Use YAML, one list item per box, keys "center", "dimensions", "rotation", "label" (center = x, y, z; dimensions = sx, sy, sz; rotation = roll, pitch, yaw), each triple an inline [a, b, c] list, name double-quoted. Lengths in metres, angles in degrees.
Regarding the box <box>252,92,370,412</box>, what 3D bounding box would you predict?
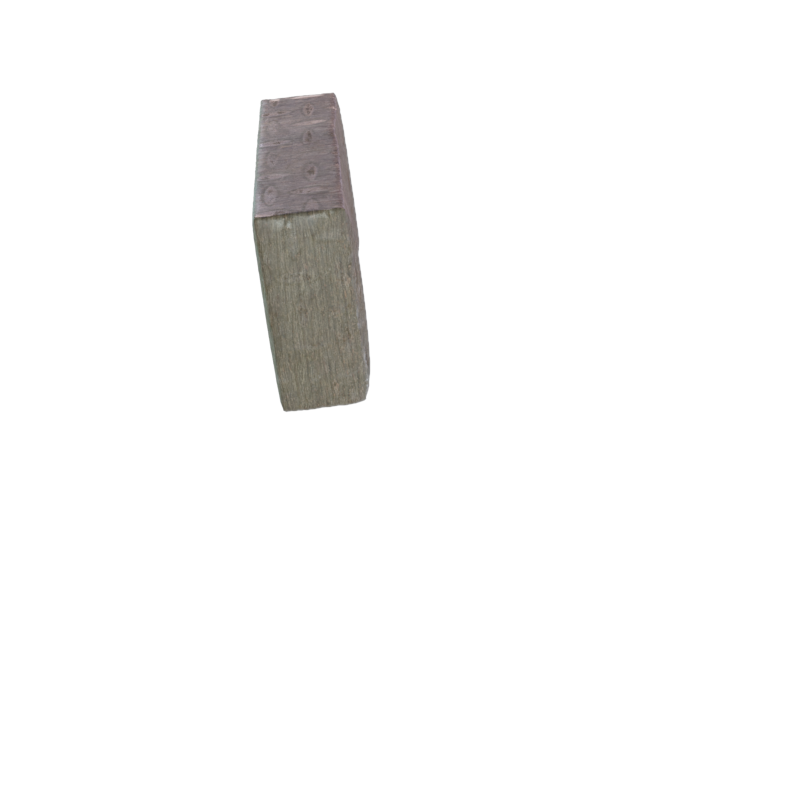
- center: [-0.067, -0.122, 0.856]
  dimensions: [0.072, 0.153, 0.228]
  rotation: [-6, 34, 0]
  label: "box"
